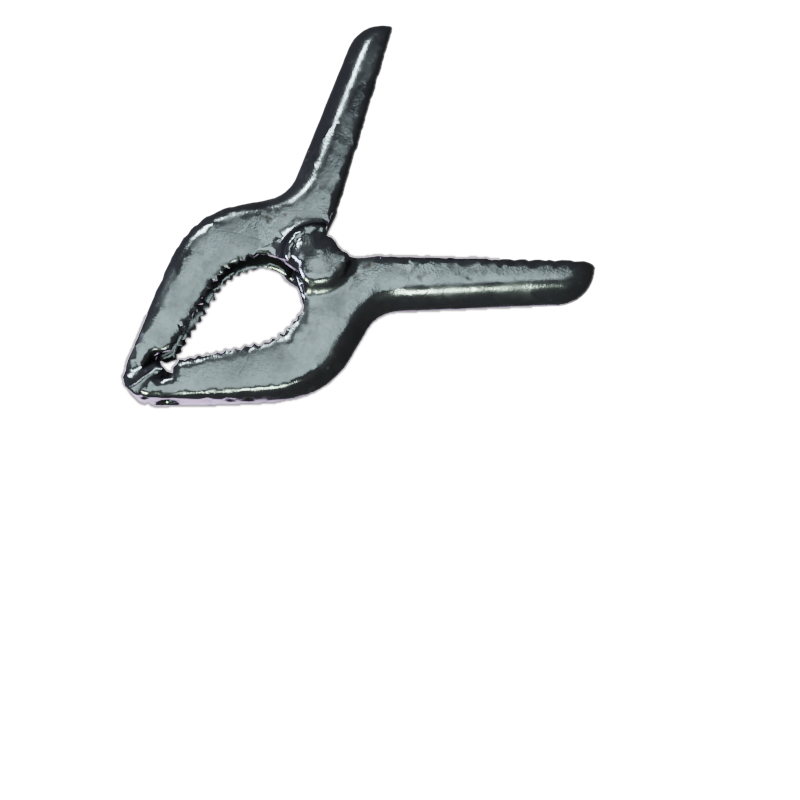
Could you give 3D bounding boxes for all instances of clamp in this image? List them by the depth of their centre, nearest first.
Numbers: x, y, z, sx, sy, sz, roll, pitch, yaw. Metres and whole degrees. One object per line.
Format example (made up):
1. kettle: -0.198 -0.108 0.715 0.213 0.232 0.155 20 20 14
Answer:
1. clamp: -0.040 -0.073 0.510 0.210 0.172 0.035 -29 -16 -10
